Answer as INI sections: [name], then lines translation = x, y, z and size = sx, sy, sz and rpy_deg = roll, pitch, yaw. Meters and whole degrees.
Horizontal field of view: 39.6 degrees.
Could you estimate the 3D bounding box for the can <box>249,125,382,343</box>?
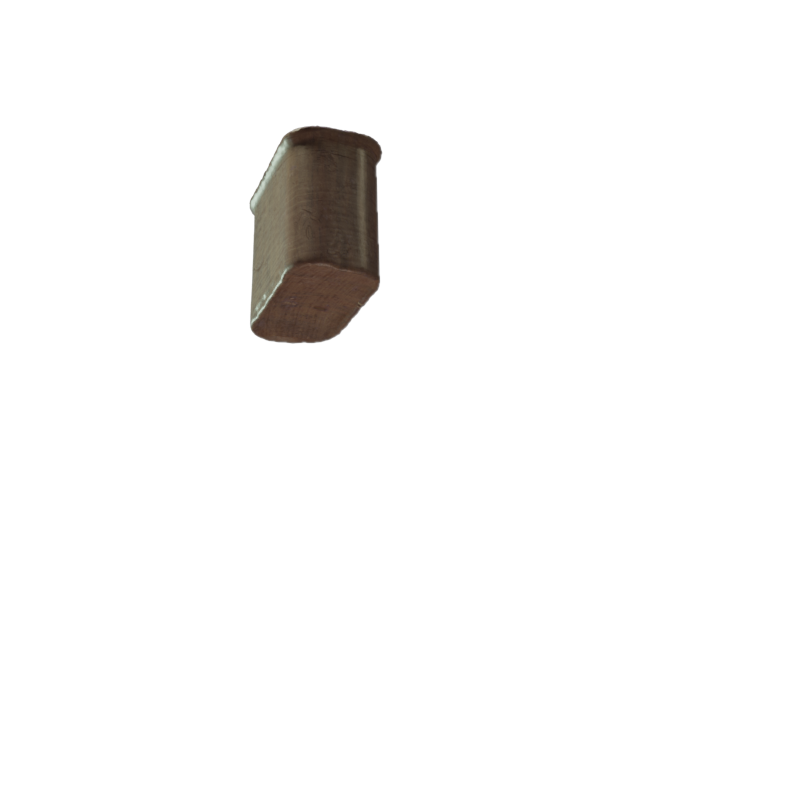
[can]
translation = -0.048, -0.088, 0.614
size = 0.056, 0.089, 0.099
rpy_deg = 9, -27, -20
